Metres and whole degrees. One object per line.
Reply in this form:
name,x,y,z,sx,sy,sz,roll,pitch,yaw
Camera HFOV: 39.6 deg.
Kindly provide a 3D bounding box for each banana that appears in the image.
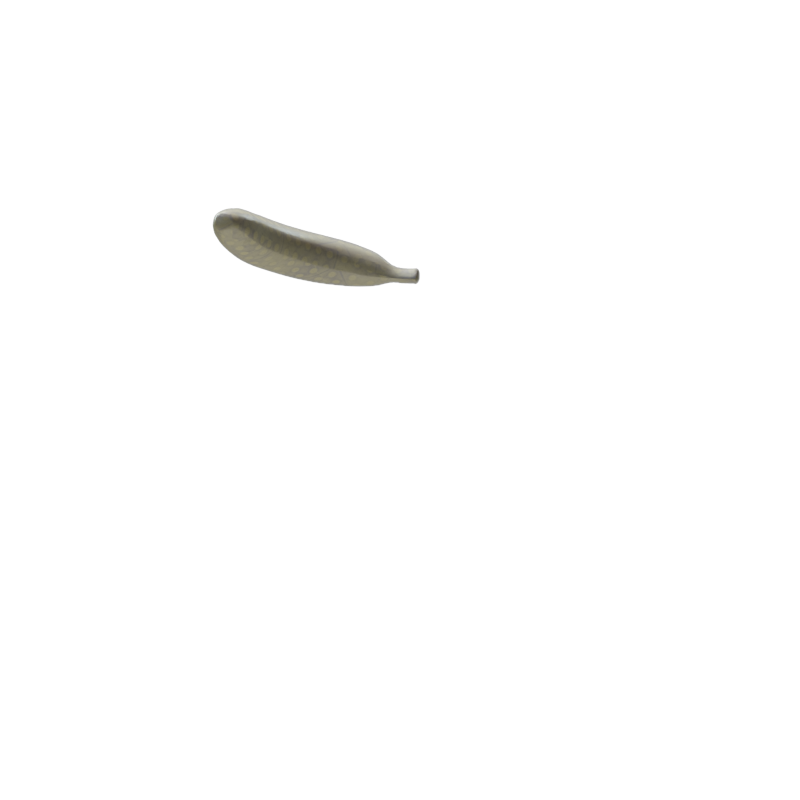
banana,-0.076,-0.116,0.849,0.188,0.038,0.071,8,-14,-41
